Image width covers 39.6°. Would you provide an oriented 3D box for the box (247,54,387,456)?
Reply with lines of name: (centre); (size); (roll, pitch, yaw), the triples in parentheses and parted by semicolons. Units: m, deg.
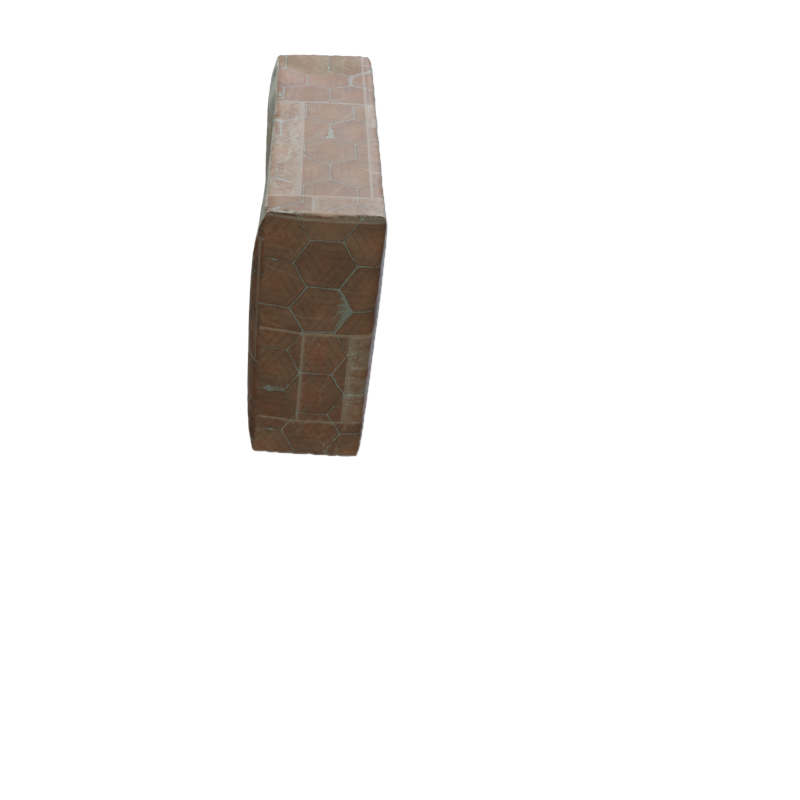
box: (-0.054, -0.098, 0.688); (0.071, 0.154, 0.229); (3, 36, -6)
